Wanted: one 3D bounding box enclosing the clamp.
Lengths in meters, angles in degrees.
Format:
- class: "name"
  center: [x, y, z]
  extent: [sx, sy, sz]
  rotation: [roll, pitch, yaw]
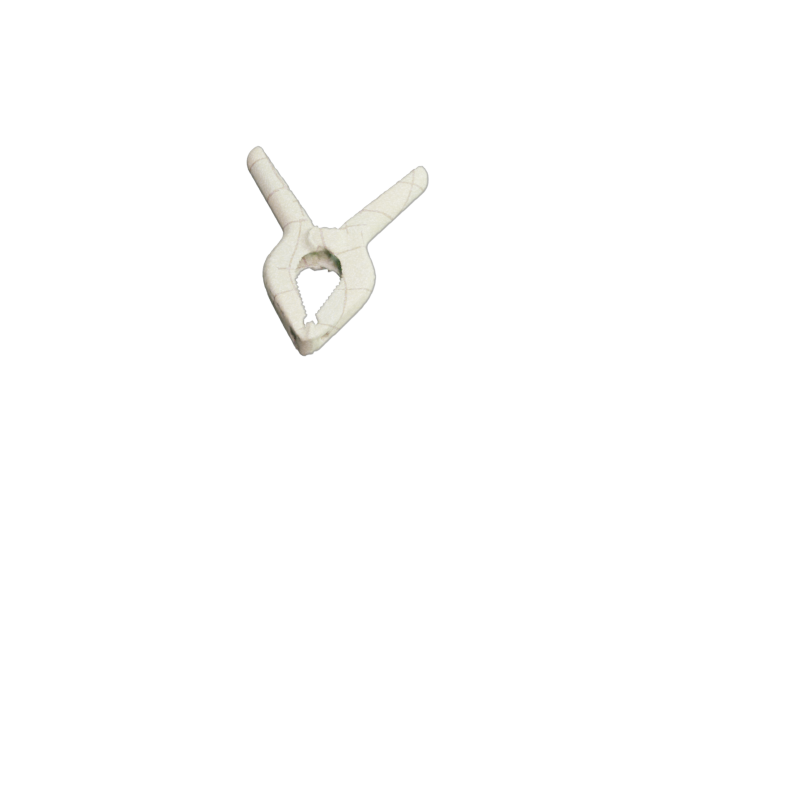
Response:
- class: "clamp"
  center: [-0.075, -0.136, 0.953]
  extent: [0.167, 0.221, 0.034]
  rotation: [11, -34, 7]
